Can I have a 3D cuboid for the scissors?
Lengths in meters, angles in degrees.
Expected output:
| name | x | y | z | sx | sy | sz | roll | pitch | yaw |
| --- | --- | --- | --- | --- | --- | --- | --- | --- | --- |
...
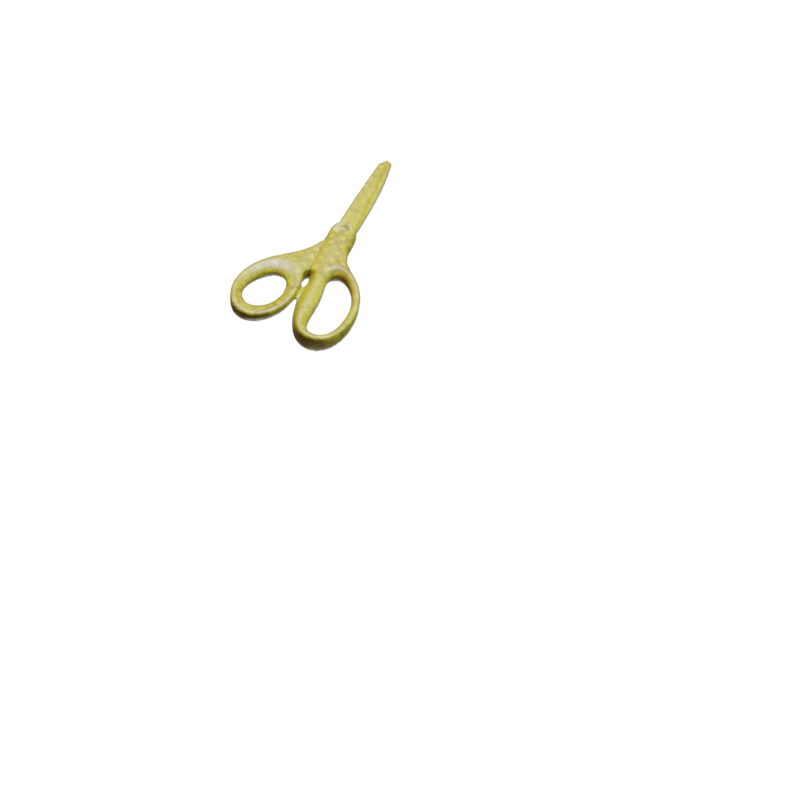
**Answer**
| name | x | y | z | sx | sy | sz | roll | pitch | yaw |
| --- | --- | --- | --- | --- | --- | --- | --- | --- | --- |
| scissors | -0.061 | -0.112 | 0.784 | 0.097 | 0.015 | 0.215 | 3 | 45 | 3 |
